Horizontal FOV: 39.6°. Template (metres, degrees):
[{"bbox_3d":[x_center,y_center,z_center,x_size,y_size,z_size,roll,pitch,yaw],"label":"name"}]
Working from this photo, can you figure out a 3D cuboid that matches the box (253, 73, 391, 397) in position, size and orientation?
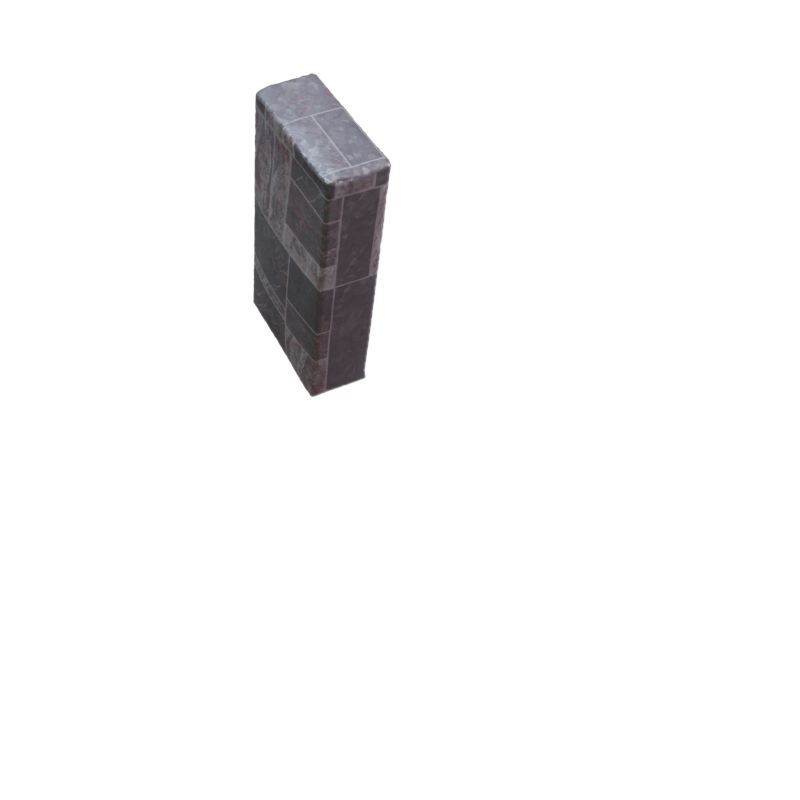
[{"bbox_3d":[-0.052,-0.094,0.656,0.048,0.101,0.164,-20,-38,-20],"label":"box"}]
